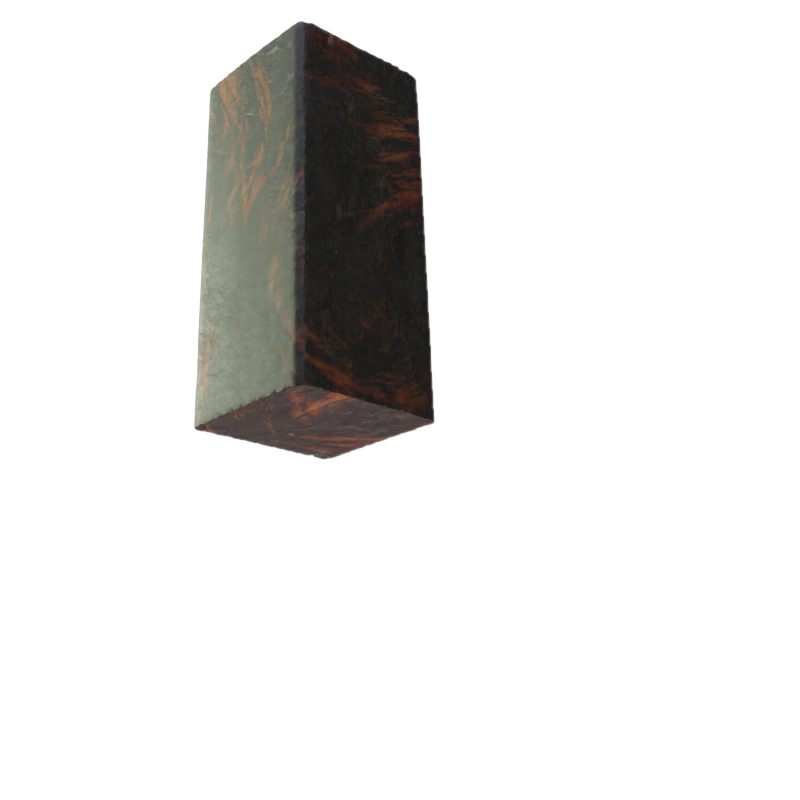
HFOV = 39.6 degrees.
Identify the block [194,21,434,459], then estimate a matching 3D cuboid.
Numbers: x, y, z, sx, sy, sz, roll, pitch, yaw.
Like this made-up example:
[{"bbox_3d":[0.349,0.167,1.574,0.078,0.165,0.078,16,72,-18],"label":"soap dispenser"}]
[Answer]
[{"bbox_3d":[-0.047,-0.086,0.600,0.085,0.218,0.090,19,-32,-38],"label":"block"}]
